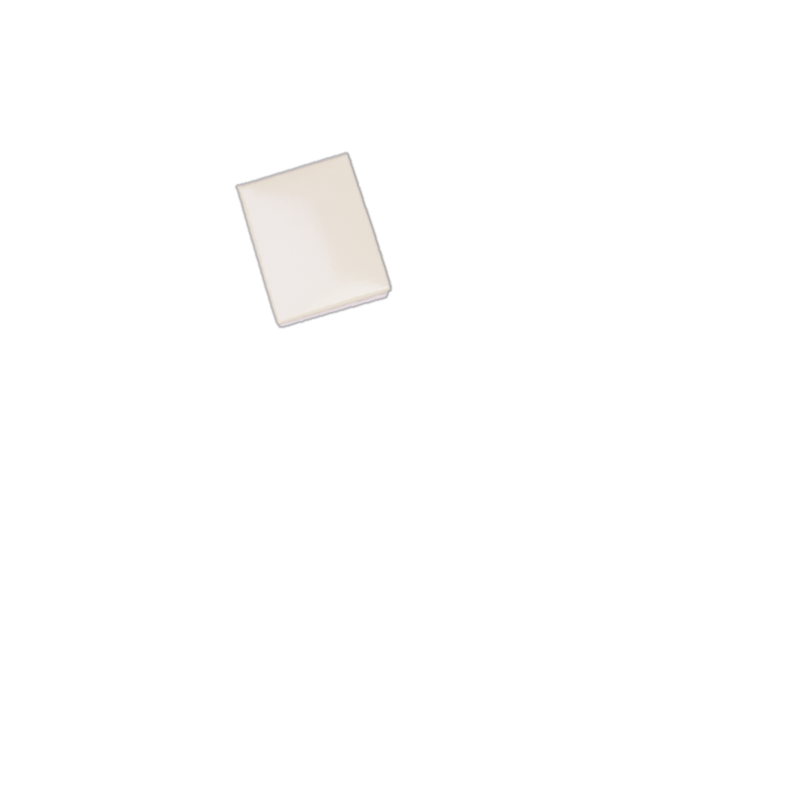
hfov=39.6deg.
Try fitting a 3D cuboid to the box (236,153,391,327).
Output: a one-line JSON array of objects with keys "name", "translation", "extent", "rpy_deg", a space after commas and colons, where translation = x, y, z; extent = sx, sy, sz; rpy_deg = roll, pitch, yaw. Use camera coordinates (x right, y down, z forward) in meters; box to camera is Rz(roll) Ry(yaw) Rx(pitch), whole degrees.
[{"name": "box", "translation": [-0.066, -0.121, 0.846], "extent": [0.090, 0.117, 0.038], "rpy_deg": [-17, -10, -4]}]
